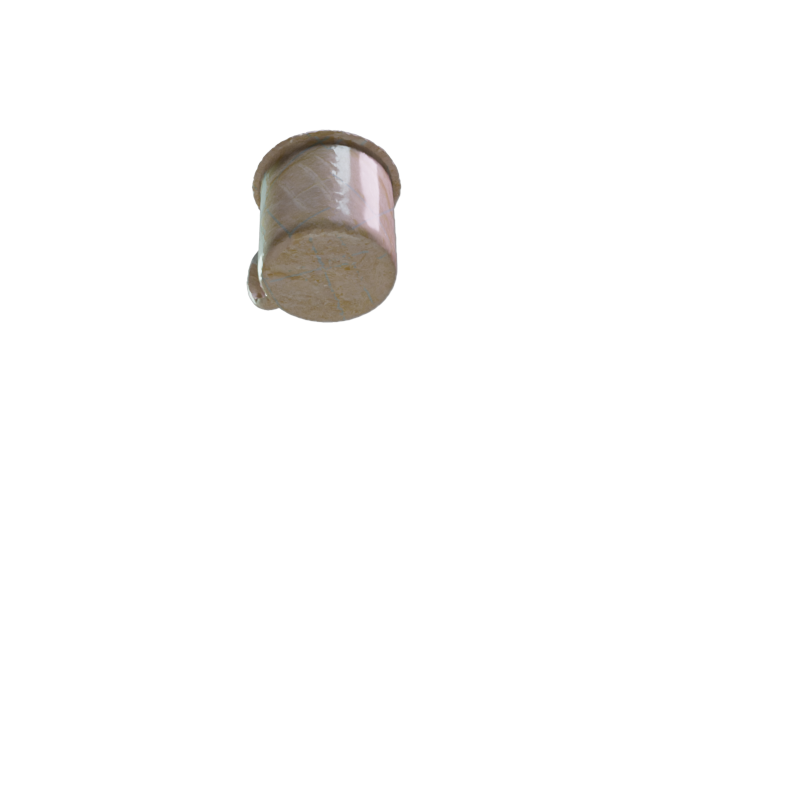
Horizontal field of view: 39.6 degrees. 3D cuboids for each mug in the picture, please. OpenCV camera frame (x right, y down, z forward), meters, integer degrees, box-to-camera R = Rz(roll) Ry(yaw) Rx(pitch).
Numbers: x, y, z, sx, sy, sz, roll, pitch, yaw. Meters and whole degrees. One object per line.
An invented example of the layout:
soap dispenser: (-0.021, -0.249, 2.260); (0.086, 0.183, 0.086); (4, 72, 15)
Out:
mug: (-0.053, -0.096, 0.673); (0.116, 0.087, 0.087); (-33, -50, 30)
